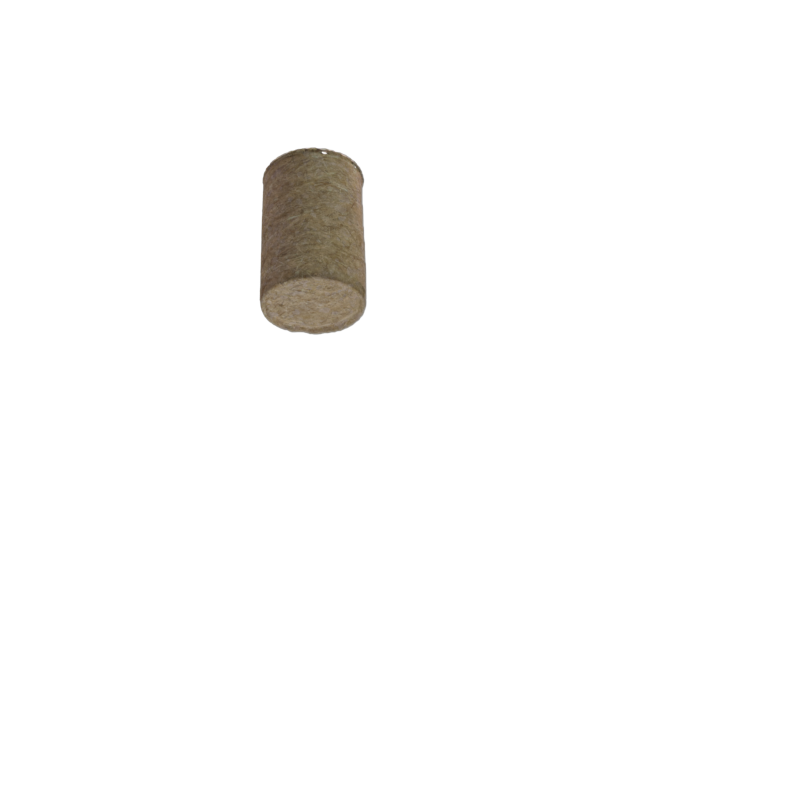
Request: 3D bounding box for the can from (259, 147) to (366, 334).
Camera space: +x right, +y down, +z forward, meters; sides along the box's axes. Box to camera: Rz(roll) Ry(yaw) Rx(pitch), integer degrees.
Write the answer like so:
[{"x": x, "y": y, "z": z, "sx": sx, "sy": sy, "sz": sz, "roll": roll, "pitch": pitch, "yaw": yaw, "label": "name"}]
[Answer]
[{"x": -0.056, "y": -0.102, "z": 0.712, "sx": 0.068, "sy": 0.109, "sz": 0.064, "roll": -1, "pitch": -33, "yaw": -2, "label": "can"}]
